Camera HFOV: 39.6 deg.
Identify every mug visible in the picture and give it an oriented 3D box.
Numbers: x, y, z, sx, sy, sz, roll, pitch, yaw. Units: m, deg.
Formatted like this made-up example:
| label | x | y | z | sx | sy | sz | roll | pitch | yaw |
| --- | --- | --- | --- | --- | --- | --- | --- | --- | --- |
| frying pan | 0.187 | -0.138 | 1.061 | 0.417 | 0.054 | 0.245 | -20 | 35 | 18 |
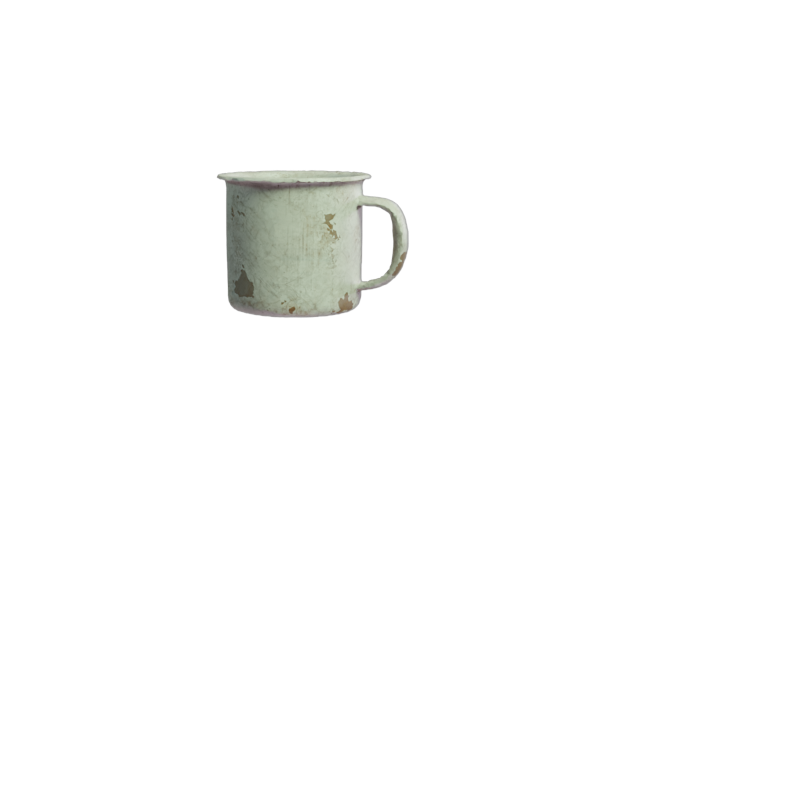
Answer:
| label | x | y | z | sx | sy | sz | roll | pitch | yaw |
| --- | --- | --- | --- | --- | --- | --- | --- | --- | --- |
| mug | -0.052 | -0.095 | 0.666 | 0.120 | 0.080 | 0.093 | 3 | 11 | 14 |
